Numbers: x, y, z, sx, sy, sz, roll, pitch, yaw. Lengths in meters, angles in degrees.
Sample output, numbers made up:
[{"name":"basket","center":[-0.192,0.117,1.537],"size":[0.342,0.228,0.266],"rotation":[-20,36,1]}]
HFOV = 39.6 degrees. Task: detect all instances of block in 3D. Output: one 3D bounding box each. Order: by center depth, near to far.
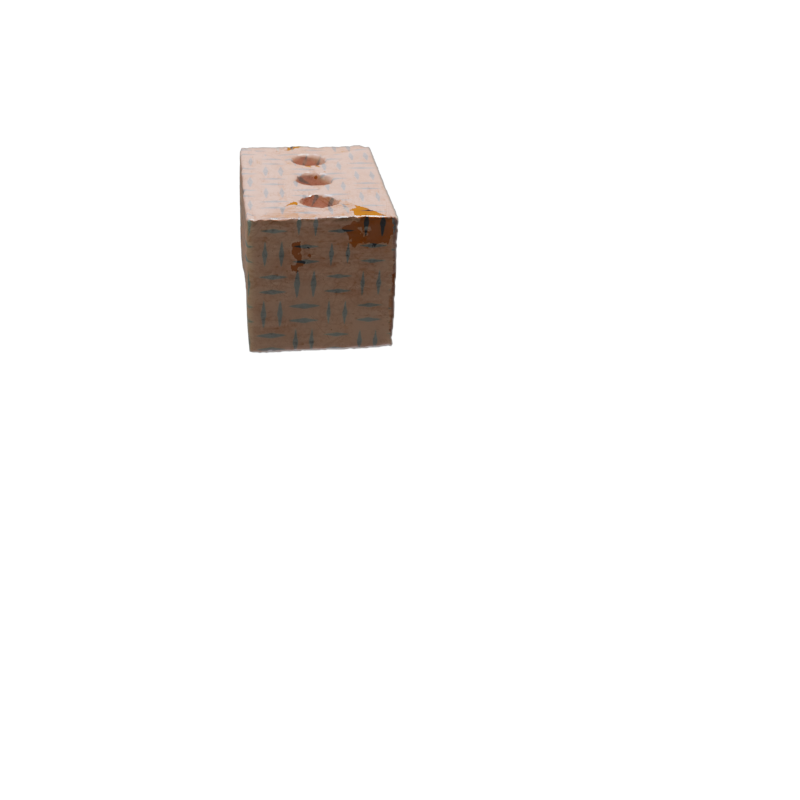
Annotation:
[{"name":"block","center":[-0.032,-0.059,0.410],"size":[0.052,0.048,0.083],"rotation":[-3,29,-8]}]
